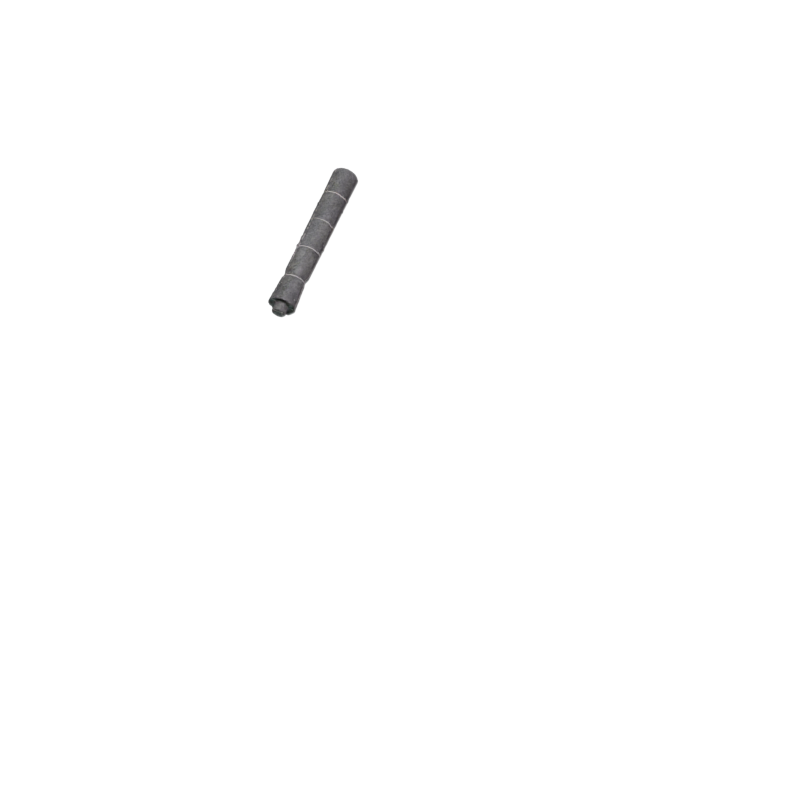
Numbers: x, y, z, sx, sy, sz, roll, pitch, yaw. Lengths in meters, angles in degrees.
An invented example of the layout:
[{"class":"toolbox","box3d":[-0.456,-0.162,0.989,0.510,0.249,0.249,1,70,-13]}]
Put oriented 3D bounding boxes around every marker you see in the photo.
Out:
[{"class":"marker","box3d":[-0.058,-0.106,0.740,0.020,0.126,0.018,17,-31,8]}]
